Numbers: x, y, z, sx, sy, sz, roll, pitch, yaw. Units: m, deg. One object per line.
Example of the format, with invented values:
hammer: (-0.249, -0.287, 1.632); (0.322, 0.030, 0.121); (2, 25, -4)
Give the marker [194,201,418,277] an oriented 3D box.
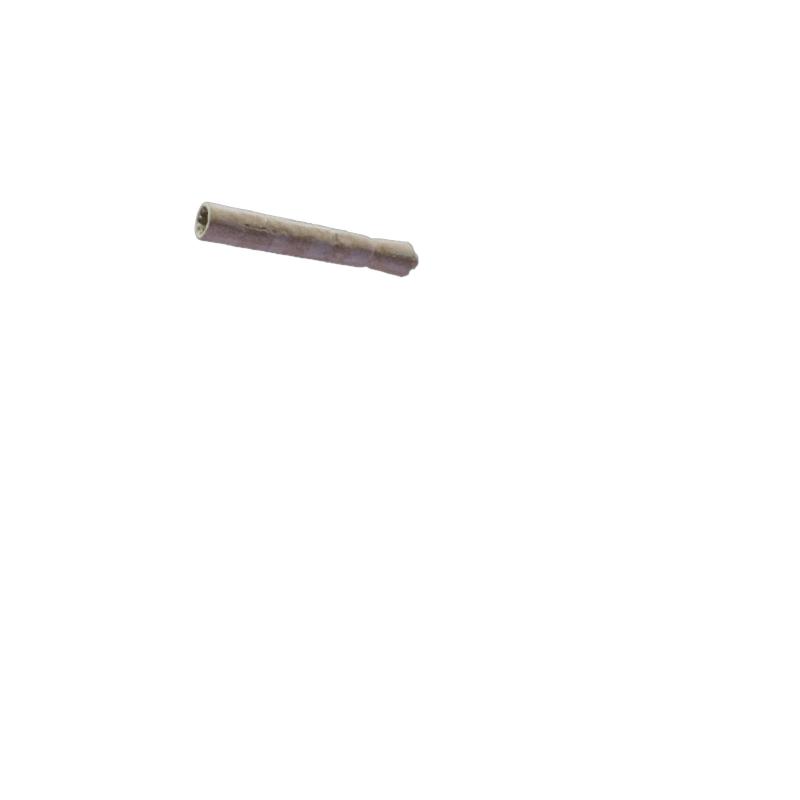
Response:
marker: (-0.043, -0.079, 0.552); (0.116, 0.020, 0.020); (7, 0, -28)
